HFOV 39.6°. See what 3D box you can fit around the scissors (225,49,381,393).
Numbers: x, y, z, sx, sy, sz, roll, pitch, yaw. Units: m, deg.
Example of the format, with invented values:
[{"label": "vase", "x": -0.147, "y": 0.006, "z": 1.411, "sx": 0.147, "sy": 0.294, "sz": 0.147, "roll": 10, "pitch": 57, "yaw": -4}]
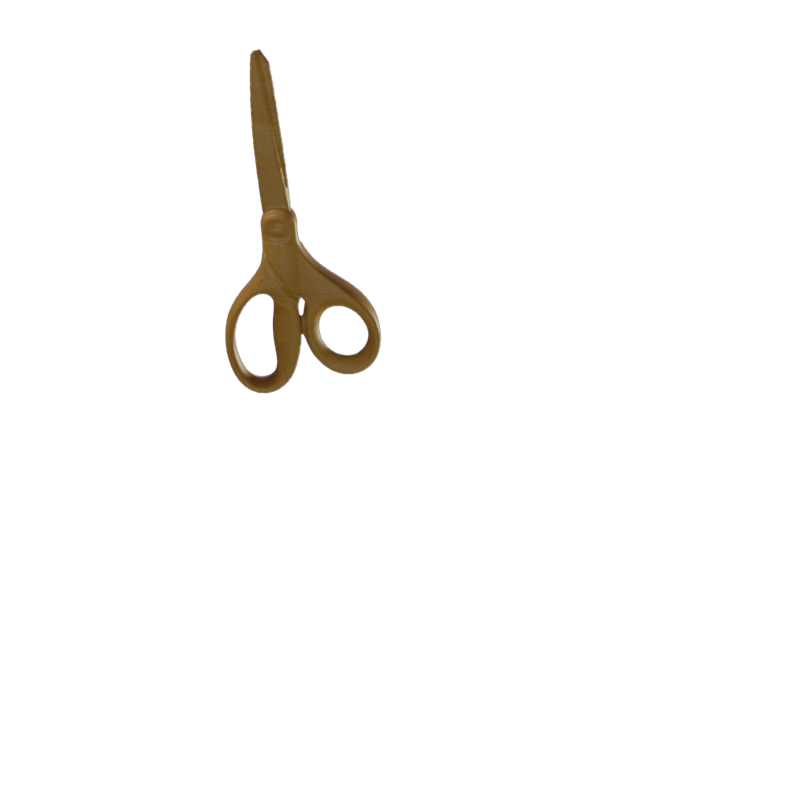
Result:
[{"label": "scissors", "x": -0.046, "y": -0.084, "z": 0.590, "sx": 0.095, "sy": 0.191, "sz": 0.017, "roll": 10, "pitch": 32, "yaw": -7}]
